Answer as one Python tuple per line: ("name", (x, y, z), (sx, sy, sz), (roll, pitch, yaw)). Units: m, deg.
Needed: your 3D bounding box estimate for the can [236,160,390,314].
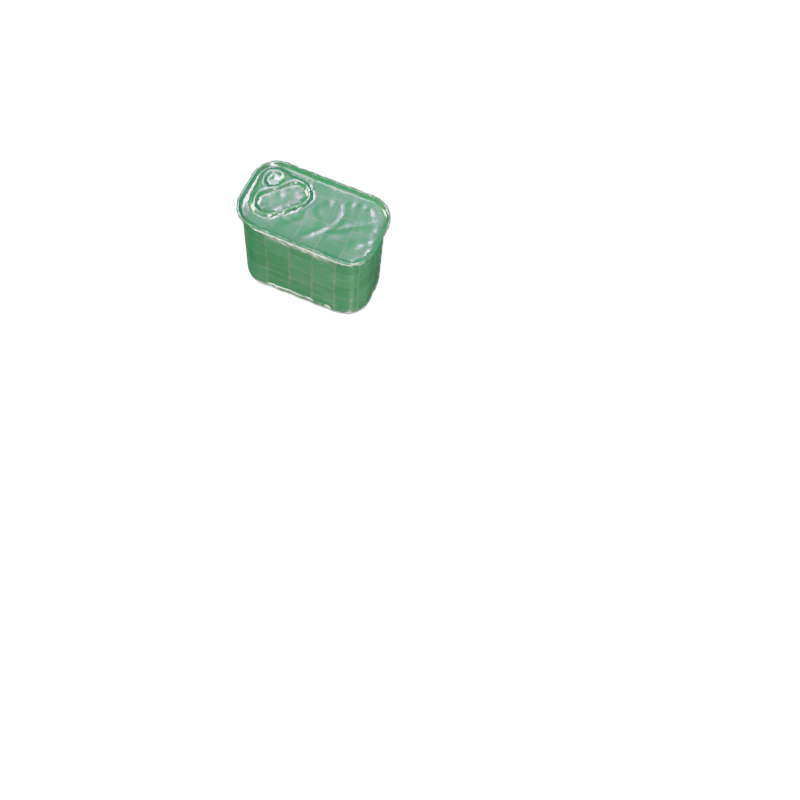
("can", (-0.061, -0.111, 0.779), (0.104, 0.059, 0.079), (23, -25, 10))
